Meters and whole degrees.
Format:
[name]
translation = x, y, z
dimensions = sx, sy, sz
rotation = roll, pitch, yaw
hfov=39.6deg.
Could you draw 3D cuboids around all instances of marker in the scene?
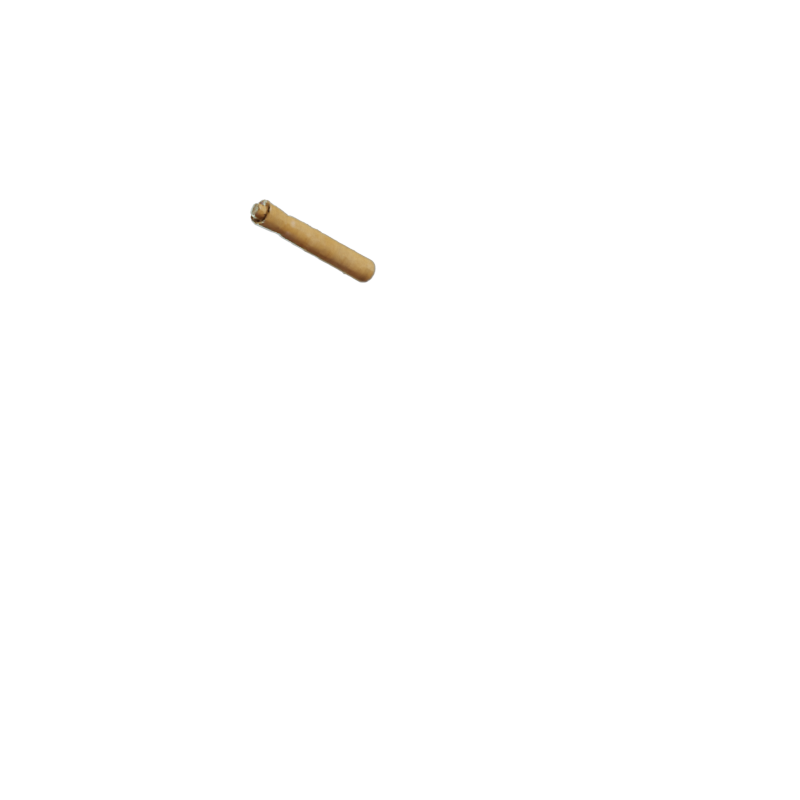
[marker]
translation = -0.062, -0.112, 0.787
dimensions = 0.021, 0.020, 0.113
rotation = 4, -15, 43
